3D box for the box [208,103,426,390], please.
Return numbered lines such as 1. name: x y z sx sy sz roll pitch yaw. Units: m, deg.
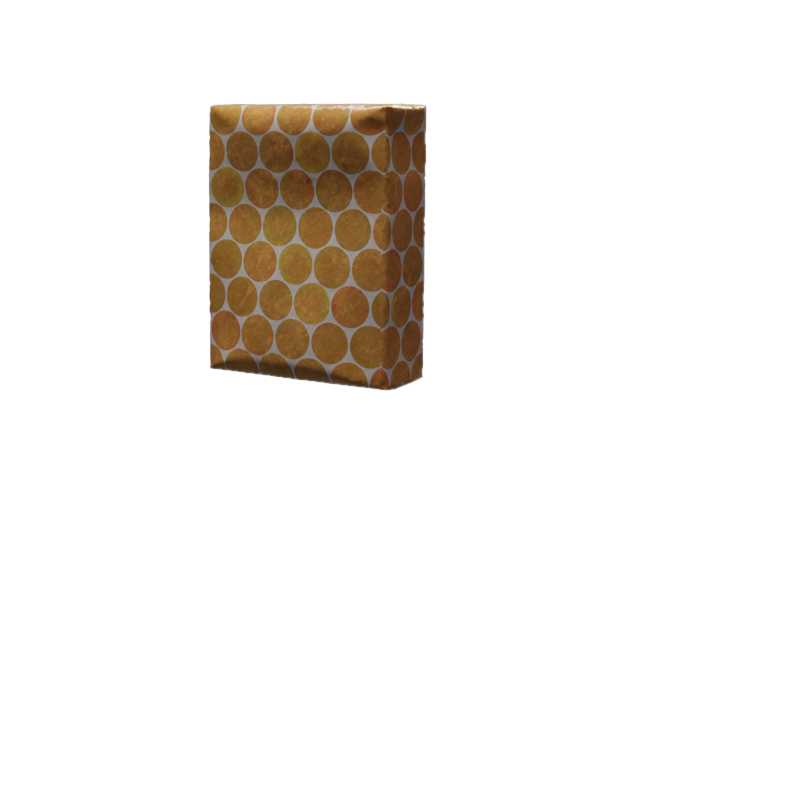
1. box: -0.068 -0.123 0.864 0.171 0.210 0.070 6 9 30
